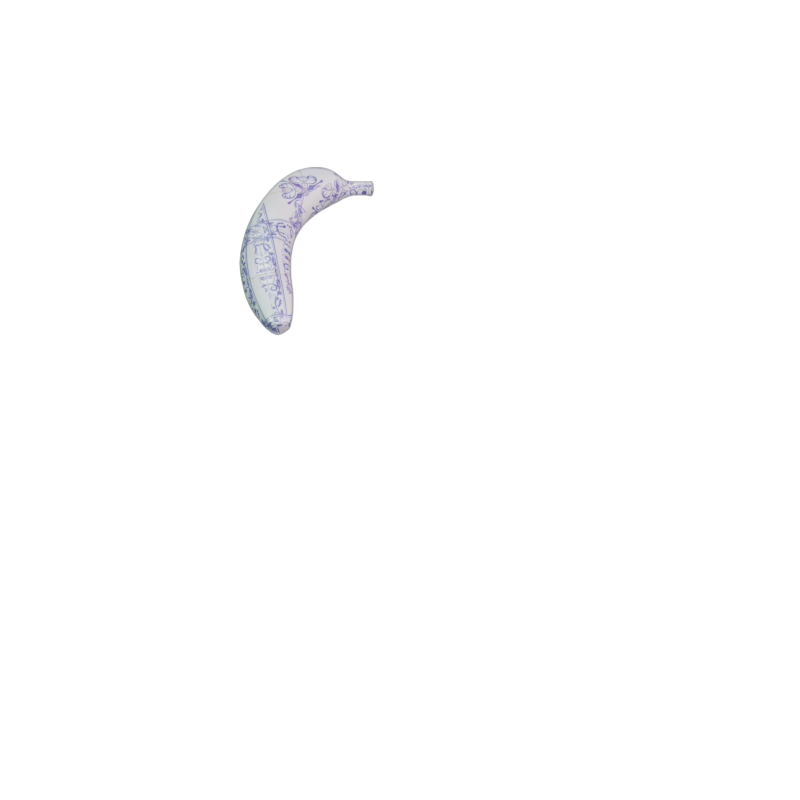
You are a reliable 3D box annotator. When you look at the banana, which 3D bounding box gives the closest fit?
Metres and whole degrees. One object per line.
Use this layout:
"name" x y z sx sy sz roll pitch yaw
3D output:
"banana" -0.080 -0.123 0.821 0.071 0.034 0.207 12 43 12
